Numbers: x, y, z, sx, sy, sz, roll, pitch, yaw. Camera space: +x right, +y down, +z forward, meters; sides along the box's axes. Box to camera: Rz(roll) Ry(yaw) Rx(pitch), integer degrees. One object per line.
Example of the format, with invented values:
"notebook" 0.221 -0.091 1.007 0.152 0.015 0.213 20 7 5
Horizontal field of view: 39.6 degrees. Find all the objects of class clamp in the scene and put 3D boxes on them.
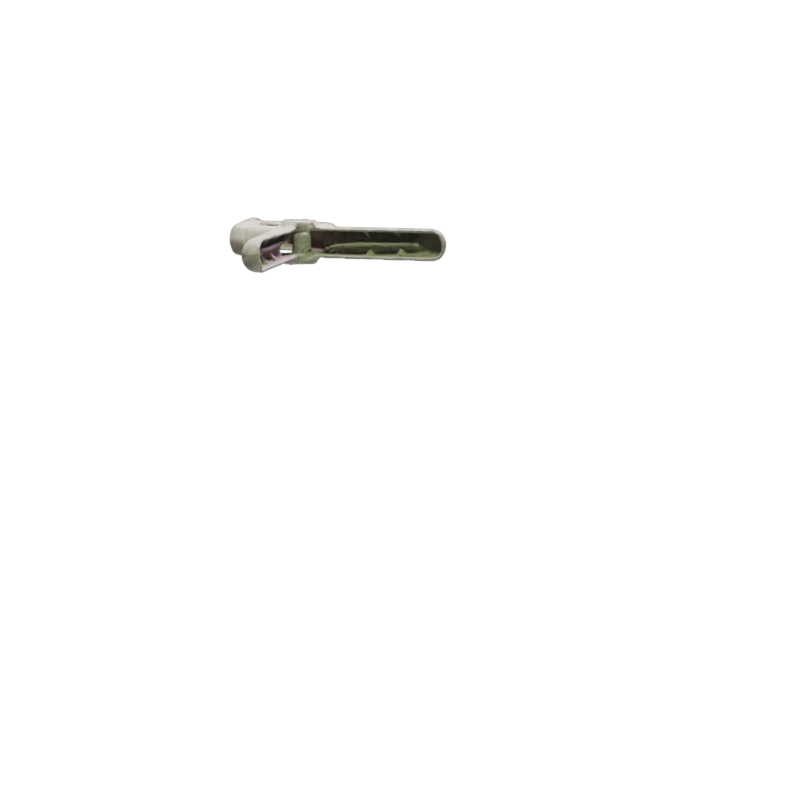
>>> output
"clamp" -0.071 -0.129 0.904 0.161 0.036 0.219 -4 13 -20
